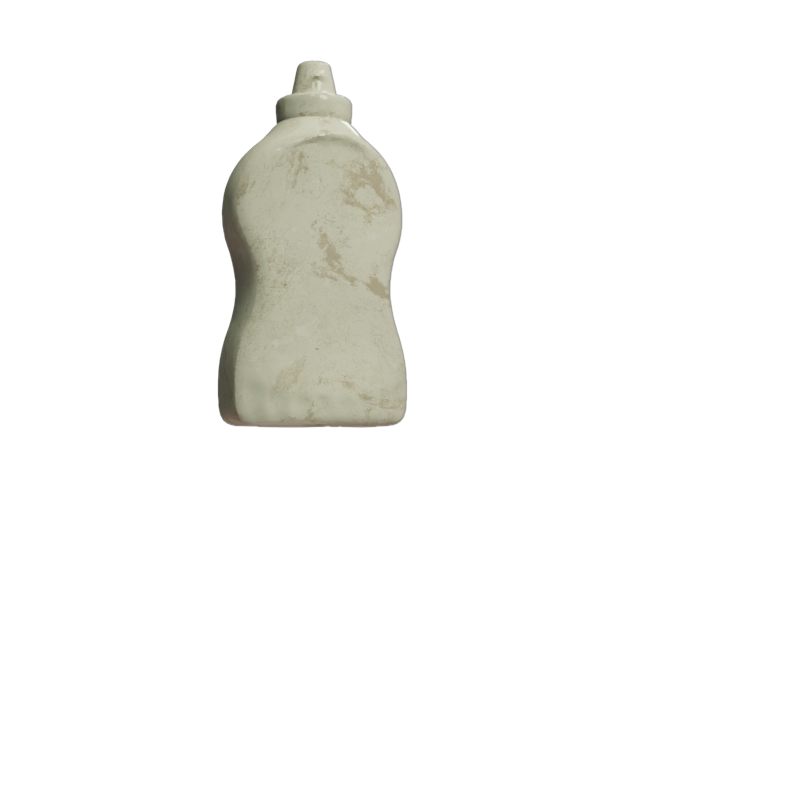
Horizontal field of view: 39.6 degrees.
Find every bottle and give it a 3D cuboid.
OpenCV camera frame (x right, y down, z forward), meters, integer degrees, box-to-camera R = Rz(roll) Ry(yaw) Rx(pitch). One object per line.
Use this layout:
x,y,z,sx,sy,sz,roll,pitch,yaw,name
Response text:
-0.045,-0.083,0.580,0.093,0.196,0.059,2,-9,-22,bottle
